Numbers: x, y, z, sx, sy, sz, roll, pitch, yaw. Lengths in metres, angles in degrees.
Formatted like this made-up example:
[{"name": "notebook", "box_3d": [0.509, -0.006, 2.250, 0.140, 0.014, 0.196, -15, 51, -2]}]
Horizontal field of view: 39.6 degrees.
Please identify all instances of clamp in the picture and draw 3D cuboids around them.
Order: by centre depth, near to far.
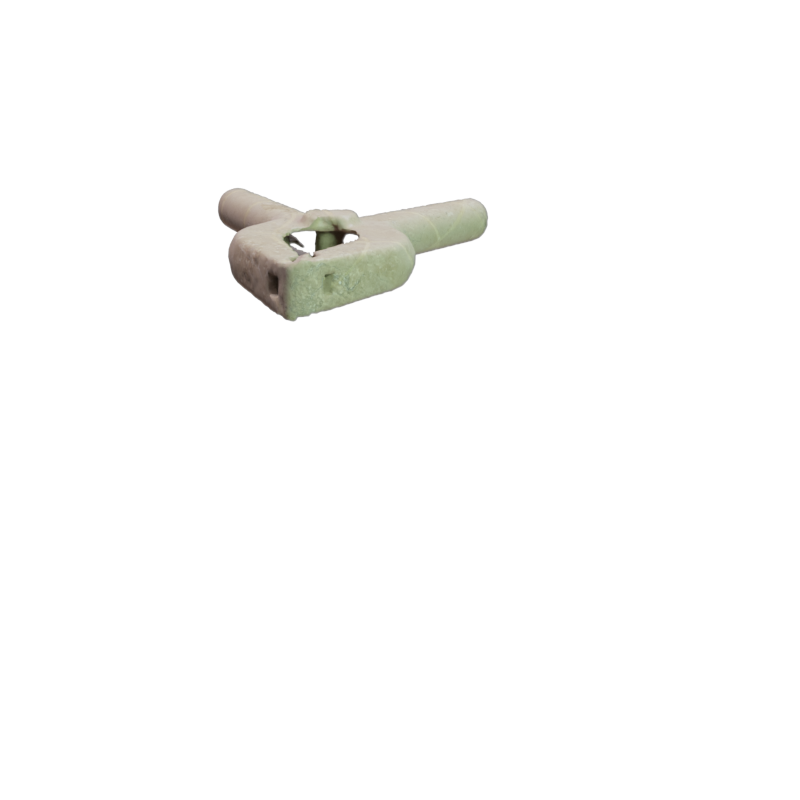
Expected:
[{"name": "clamp", "box_3d": [-0.047, -0.086, 0.599, 0.168, 0.035, 0.214, 5, 20, 13]}]
